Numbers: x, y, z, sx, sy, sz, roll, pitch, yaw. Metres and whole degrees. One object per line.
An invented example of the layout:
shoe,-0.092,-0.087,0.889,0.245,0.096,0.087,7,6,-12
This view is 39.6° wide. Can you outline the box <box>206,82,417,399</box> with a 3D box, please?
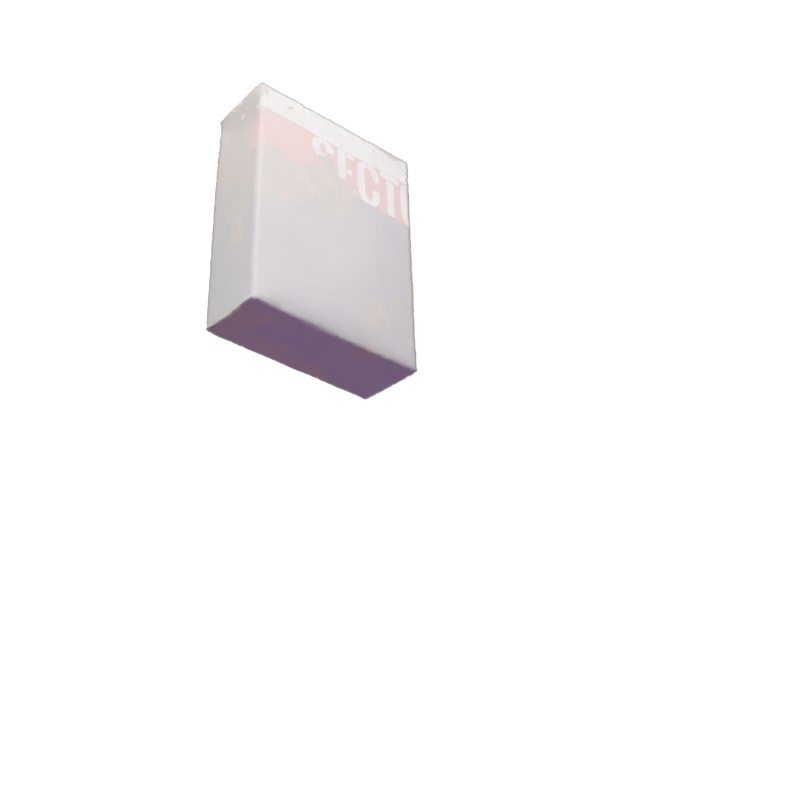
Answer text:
box,-0.070,-0.128,0.898,0.155,0.229,0.071,23,-41,-33
